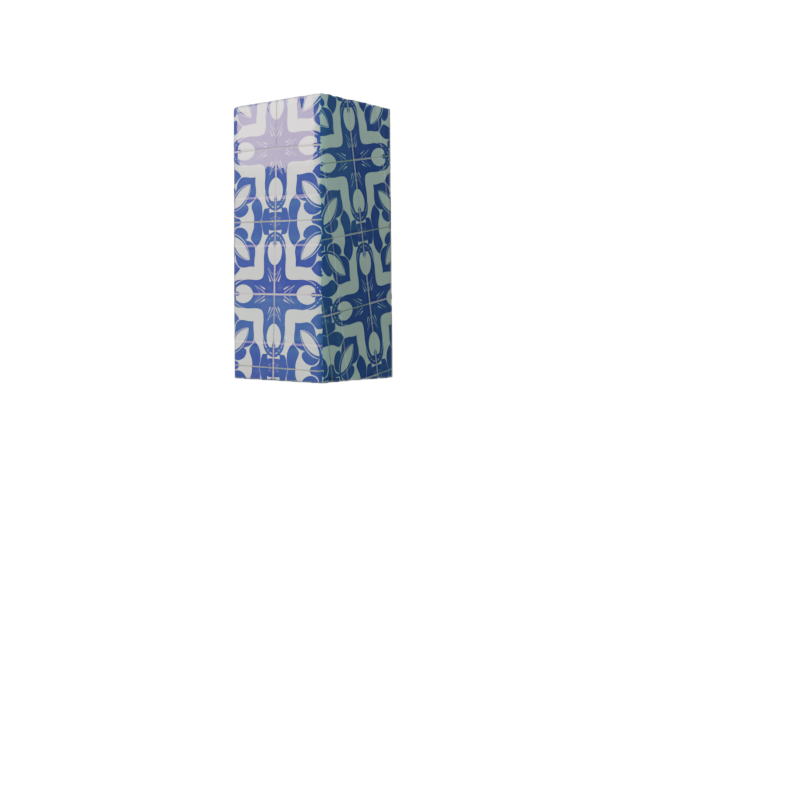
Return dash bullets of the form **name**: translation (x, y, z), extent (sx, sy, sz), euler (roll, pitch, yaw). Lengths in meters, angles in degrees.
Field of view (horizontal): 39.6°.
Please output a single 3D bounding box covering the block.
- **block**: translation (-0.067, -0.121, 0.844), extent (0.094, 0.208, 0.086), euler (-2, -2, 38)
